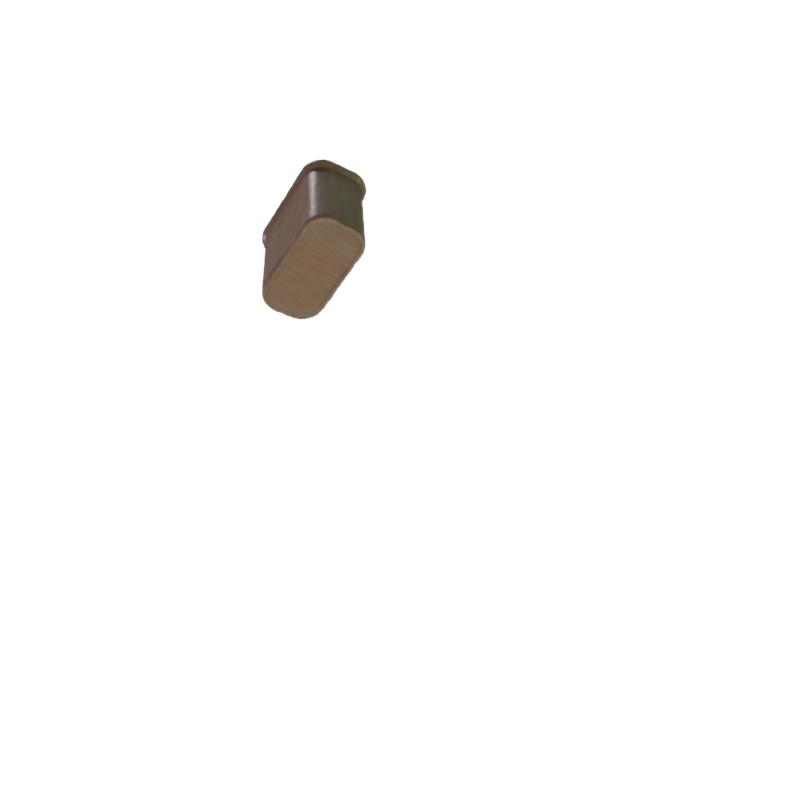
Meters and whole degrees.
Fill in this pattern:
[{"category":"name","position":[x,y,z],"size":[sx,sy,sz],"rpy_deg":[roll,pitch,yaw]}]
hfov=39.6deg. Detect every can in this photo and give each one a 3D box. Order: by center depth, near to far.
[{"category":"can","position":[-0.069,-0.125,0.879],"size":[0.055,0.099,0.090],"rpy_deg":[25,33,-21]}]
